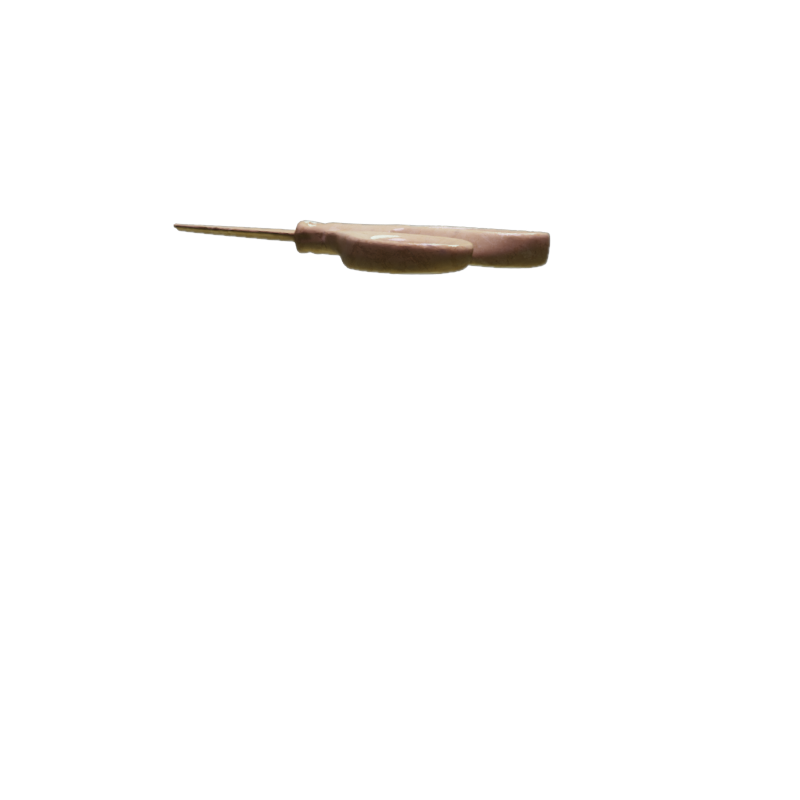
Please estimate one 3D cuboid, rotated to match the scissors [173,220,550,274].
[{"bbox_3d":[-0.038,-0.070,0.488,0.208,0.015,0.095,6,14,24],"label":"scissors"}]
